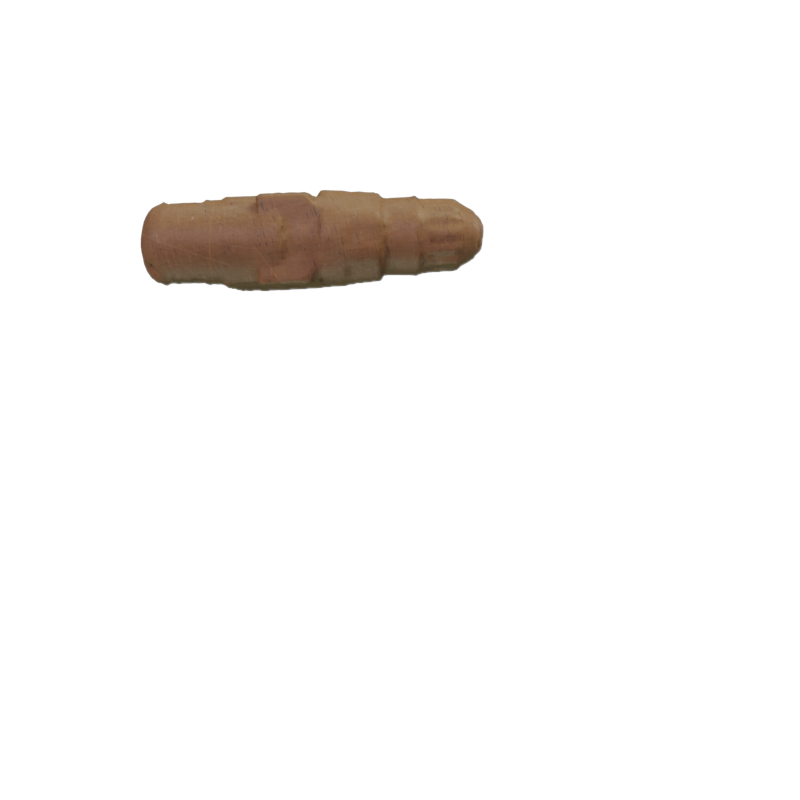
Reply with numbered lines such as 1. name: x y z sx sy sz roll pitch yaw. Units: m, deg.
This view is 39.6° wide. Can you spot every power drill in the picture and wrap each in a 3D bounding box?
1. power drill: -0.052 -0.095 0.669 0.184 0.057 0.188 0 4 -2
